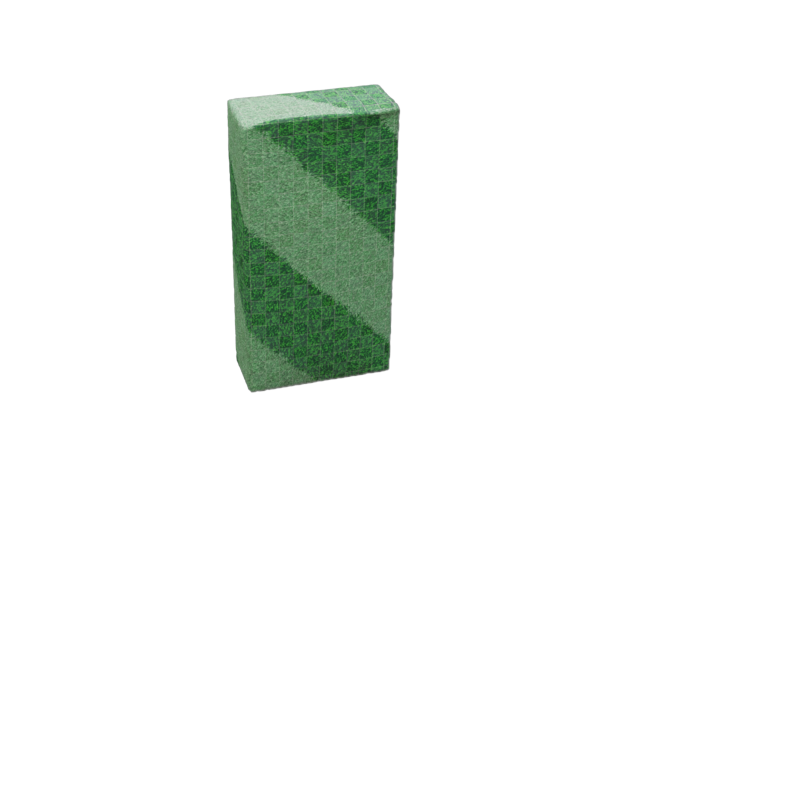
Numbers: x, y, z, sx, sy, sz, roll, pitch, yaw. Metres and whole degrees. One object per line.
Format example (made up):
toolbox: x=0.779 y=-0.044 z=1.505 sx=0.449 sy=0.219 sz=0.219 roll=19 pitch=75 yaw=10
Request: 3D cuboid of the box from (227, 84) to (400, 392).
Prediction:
box: x=-0.051 y=-0.093 z=0.654 sx=0.092 sy=0.165 sz=0.052 roll=-9 pitch=34 yaw=-16
